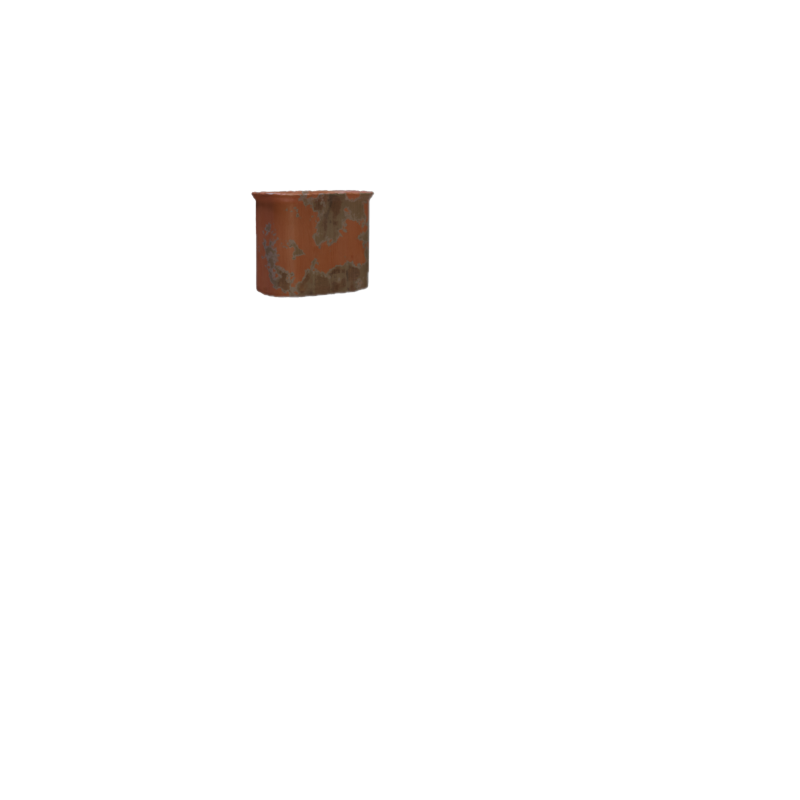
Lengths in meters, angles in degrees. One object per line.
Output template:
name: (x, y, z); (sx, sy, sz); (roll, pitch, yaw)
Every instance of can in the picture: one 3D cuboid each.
can: (-0.072, -0.131, 0.920); (0.099, 0.083, 0.060); (-7, 10, -37)
